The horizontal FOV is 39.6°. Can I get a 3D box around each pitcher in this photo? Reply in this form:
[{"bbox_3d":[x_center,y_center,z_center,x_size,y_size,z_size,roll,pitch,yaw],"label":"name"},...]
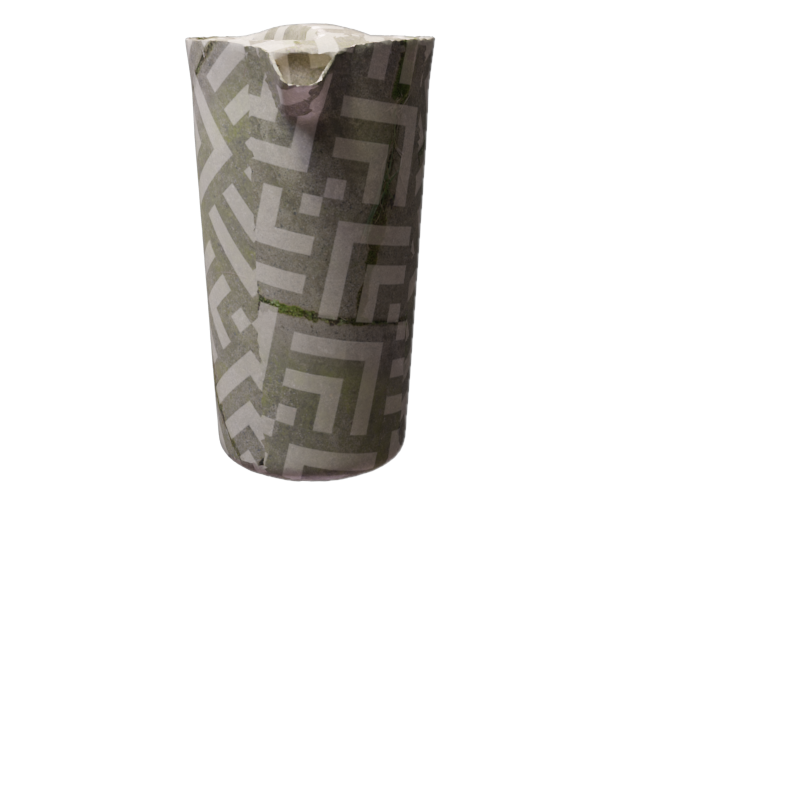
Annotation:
[{"bbox_3d":[-0.049,-0.090,0.628,0.153,0.235,0.146,15,20,42],"label":"pitcher"}]
